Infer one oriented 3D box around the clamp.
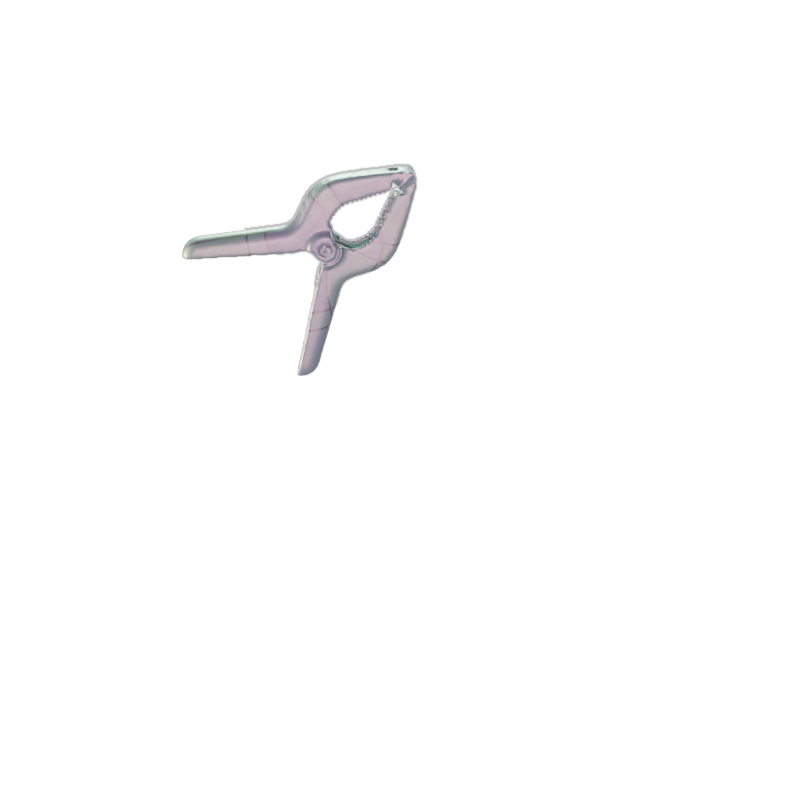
[{"bbox_3d":[-0.076,-0.139,0.973,0.159,0.207,0.038,41,15,-14],"label":"clamp"}]
